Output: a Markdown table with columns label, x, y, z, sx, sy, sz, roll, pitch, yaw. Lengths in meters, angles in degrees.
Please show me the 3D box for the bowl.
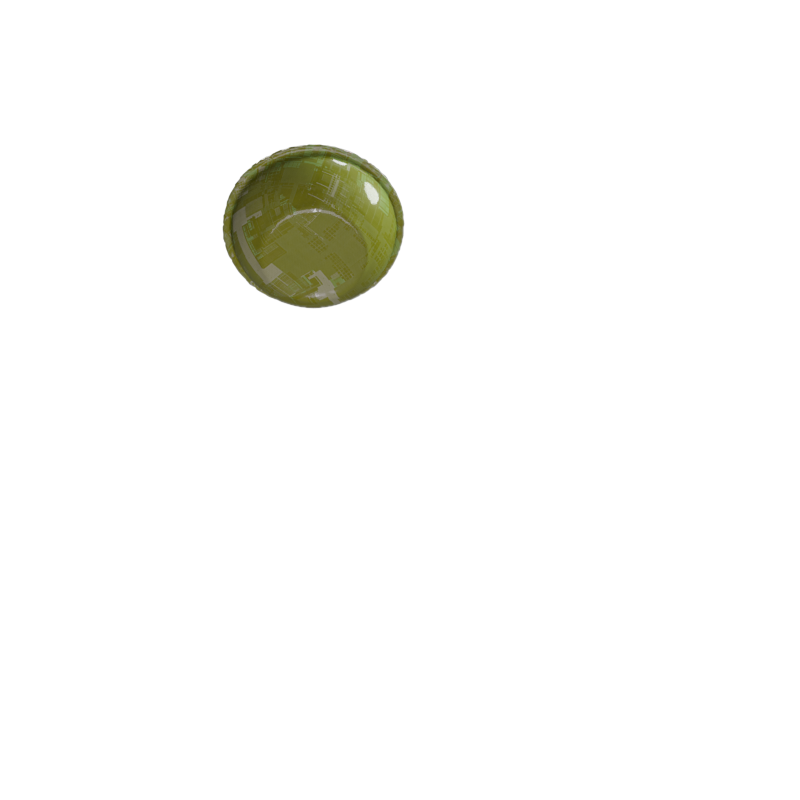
| label | x | y | z | sx | sy | sz | roll | pitch | yaw |
| --- | --- | --- | --- | --- | --- | --- | --- | --- | --- |
| bowl | -0.075 | -0.138 | 0.964 | 0.162 | 0.153 | 0.058 | 1 | 30 | -1 |
